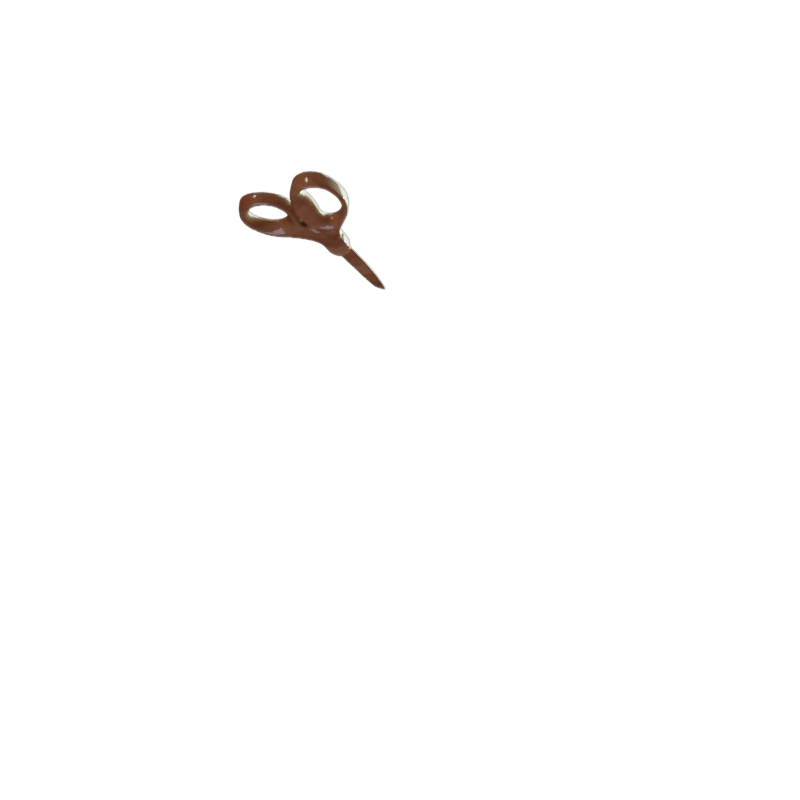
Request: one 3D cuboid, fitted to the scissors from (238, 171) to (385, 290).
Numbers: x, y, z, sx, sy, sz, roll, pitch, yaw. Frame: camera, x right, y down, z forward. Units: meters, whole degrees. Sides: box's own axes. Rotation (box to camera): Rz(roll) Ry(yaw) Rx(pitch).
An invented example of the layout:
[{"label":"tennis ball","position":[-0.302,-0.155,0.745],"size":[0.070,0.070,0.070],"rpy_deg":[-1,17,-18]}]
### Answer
[{"label":"scissors","position":[-0.072,-0.131,0.919],"size":[0.097,0.017,0.189],"rpy_deg":[-3,-22,7]}]
